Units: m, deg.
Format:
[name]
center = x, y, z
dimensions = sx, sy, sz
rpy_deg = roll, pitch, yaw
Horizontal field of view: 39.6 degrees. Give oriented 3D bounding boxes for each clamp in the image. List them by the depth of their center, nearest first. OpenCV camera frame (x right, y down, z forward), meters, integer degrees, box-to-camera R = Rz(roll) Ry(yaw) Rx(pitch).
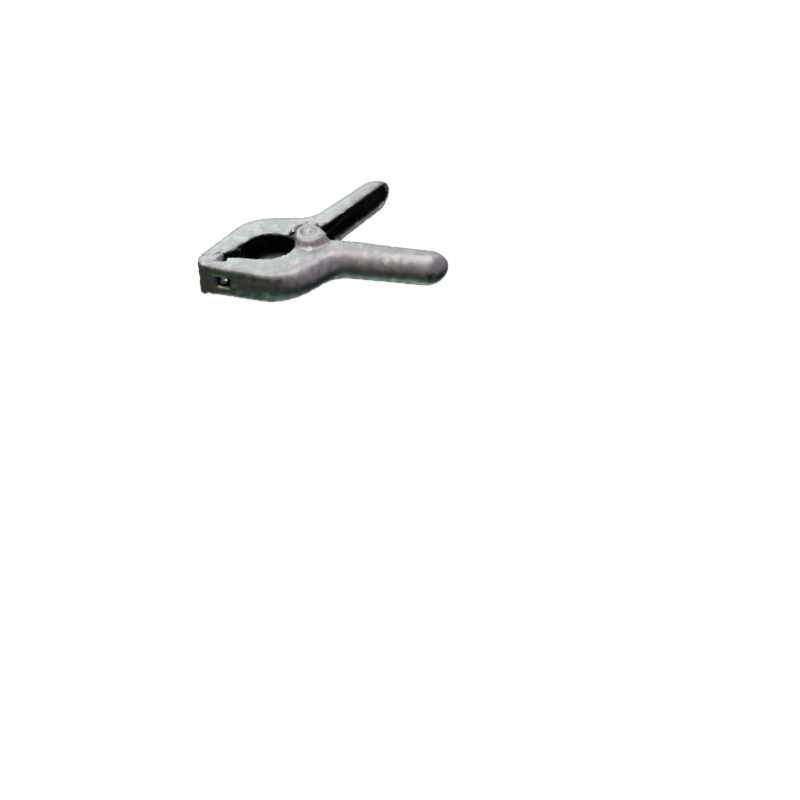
[clamp]
center = -0.063, -0.114, 0.799
dimensions = 0.169, 0.037, 0.129
rpy_deg = -7, 35, -10
